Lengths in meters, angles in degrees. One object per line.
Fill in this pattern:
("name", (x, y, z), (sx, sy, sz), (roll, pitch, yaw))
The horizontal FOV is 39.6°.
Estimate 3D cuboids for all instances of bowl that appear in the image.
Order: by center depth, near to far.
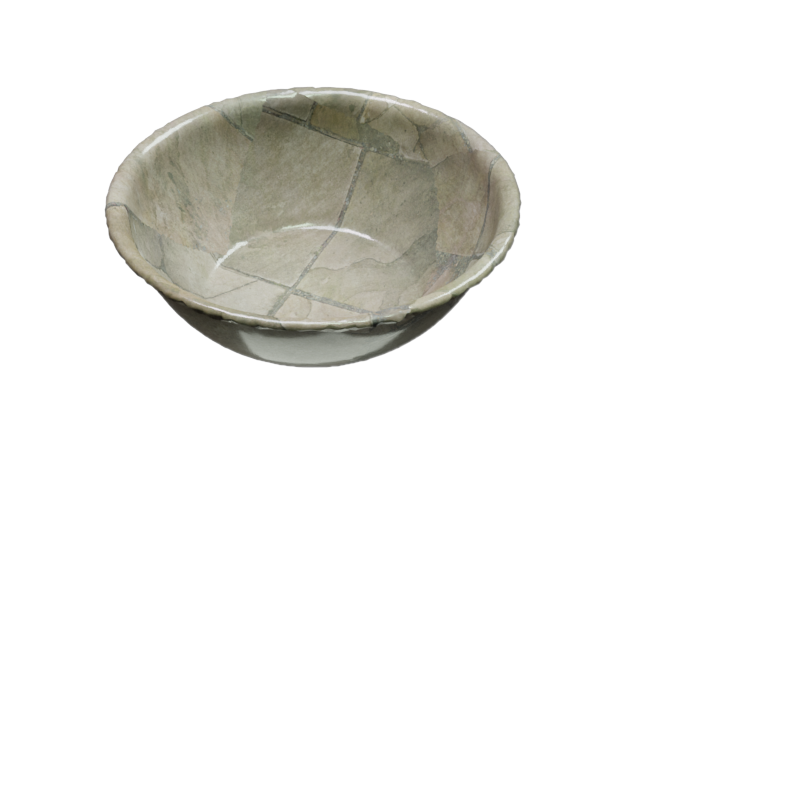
("bowl", (-0.035, -0.064, 0.448), (0.162, 0.051, 0.174), (-1, 42, -1))
